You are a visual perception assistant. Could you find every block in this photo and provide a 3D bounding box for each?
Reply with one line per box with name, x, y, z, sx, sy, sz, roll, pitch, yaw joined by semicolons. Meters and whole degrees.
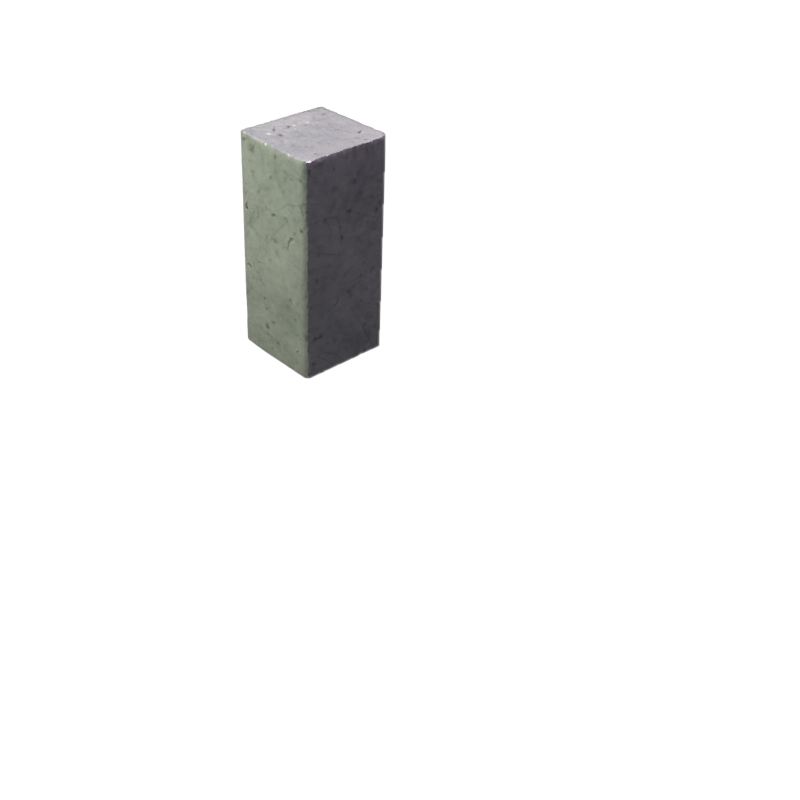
block;-0.075;-0.137;0.964;0.090;0.194;0.097;-23;38;-36
